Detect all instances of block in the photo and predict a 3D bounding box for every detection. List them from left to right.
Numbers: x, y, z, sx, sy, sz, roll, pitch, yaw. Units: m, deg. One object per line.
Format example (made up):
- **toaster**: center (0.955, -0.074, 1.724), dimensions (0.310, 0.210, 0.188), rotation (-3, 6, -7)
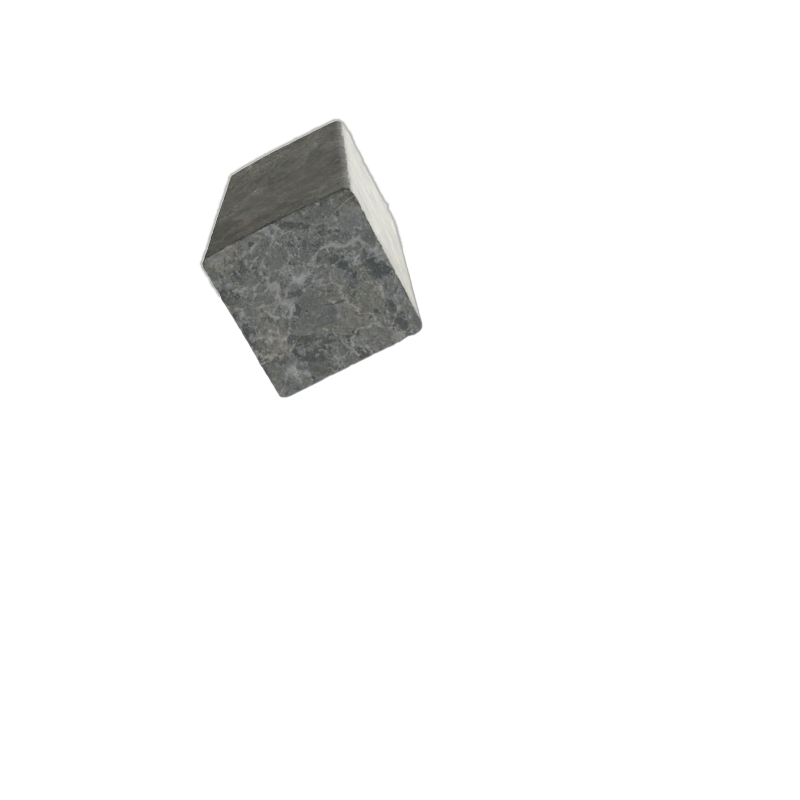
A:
- **block**: center (-0.053, -0.097, 0.679), dimensions (0.090, 0.087, 0.216), rotation (-26, 21, 7)
